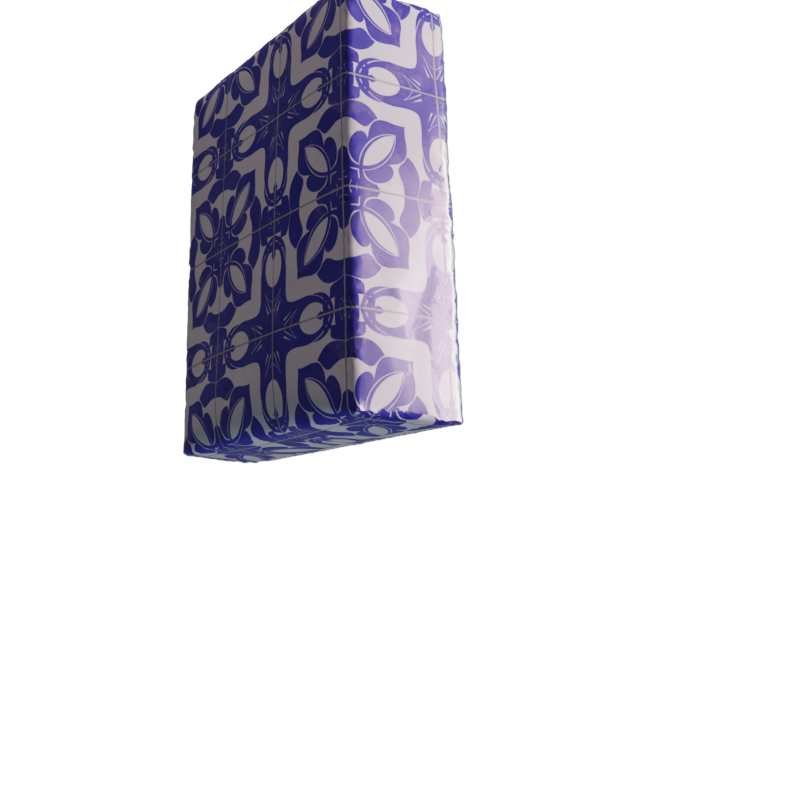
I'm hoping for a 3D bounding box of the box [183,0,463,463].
[{"bbox_3d":[-0.046,-0.083,0.583,0.068,0.223,0.165,11,-20,-35],"label":"box"}]
